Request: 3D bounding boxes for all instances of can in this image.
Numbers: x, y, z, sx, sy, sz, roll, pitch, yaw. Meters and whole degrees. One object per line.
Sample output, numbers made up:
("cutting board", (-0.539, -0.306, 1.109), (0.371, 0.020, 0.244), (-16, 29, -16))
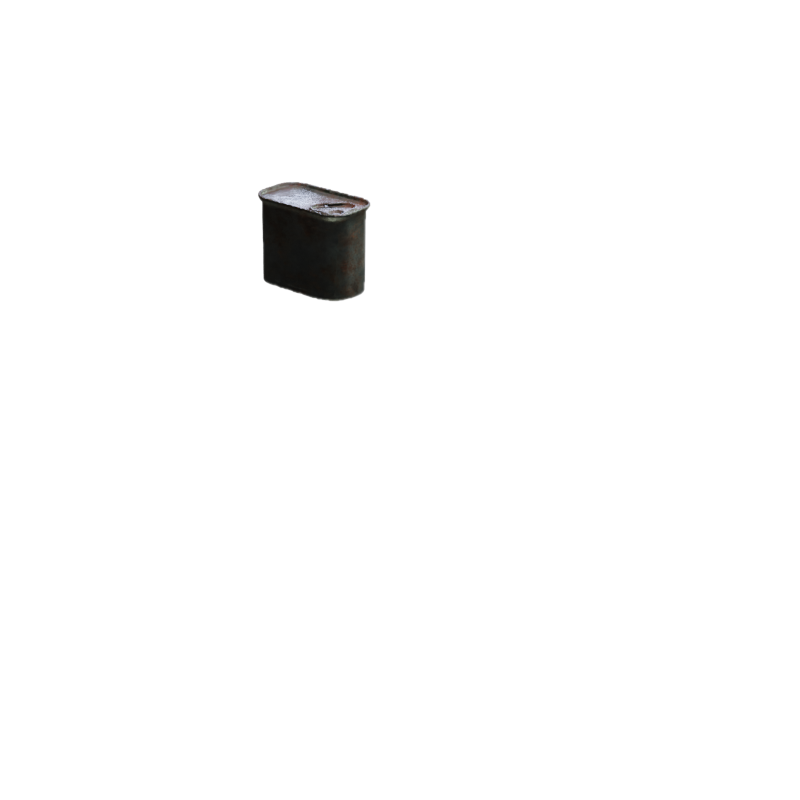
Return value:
("can", (-0.078, -0.142, 0.992), (0.108, 0.080, 0.057), (19, 29, 34))
